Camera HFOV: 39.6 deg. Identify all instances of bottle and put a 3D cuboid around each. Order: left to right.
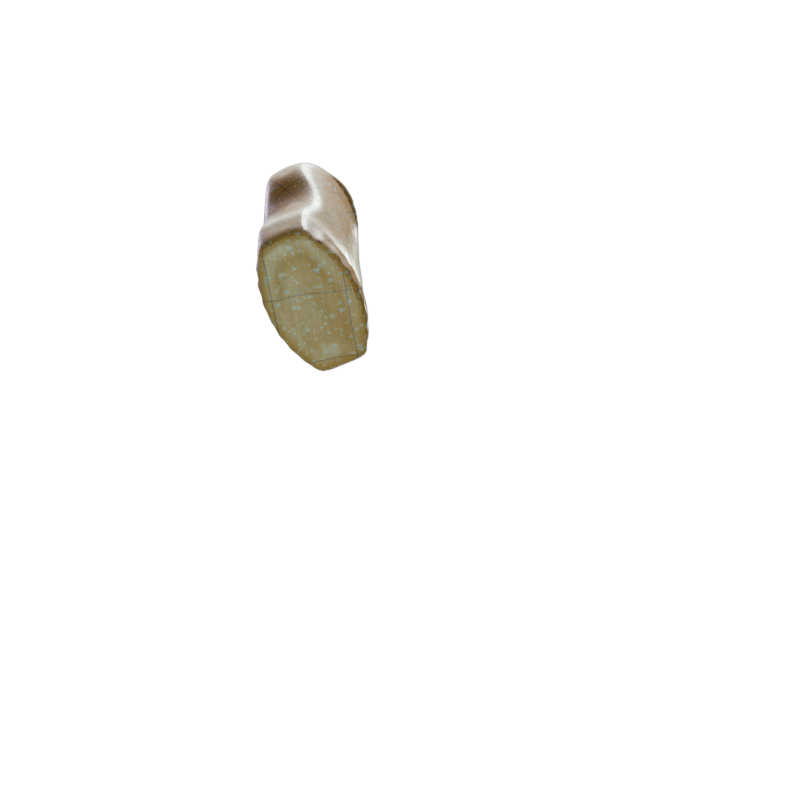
[{"bbox_3d":[-0.058,-0.106,0.743,0.058,0.090,0.203,-24,28,9],"label":"bottle"}]
